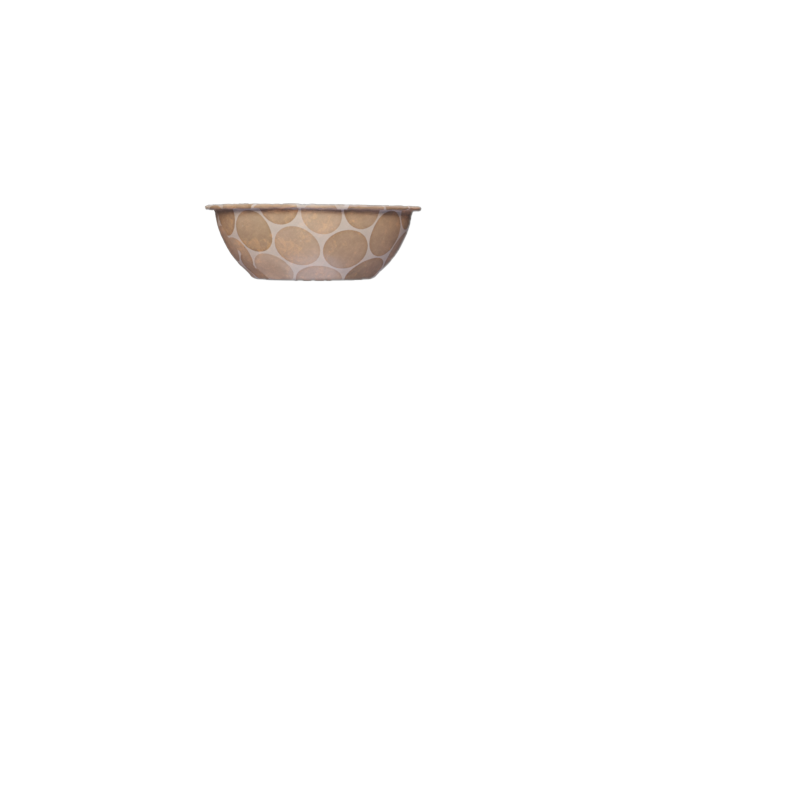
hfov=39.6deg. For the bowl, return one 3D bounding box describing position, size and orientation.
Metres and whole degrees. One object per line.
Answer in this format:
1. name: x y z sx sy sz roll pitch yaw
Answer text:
1. bowl: -0.065 -0.118 0.827 0.162 0.054 0.164 0 8 -2
